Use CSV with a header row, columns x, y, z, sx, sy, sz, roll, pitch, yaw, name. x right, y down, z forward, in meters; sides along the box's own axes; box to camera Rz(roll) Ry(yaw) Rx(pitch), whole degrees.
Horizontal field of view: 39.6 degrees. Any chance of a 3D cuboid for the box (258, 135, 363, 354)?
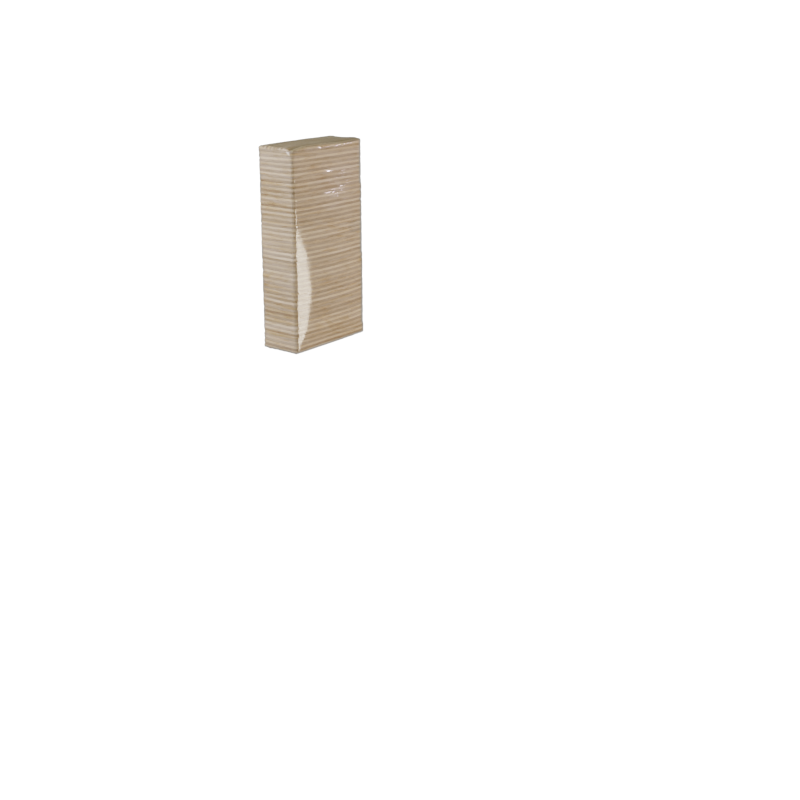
x,y,z,sx,sy,sz,roll,pitch,yaw,name
-0.075,-0.137,0.963,0.050,0.170,0.092,12,19,37,box
